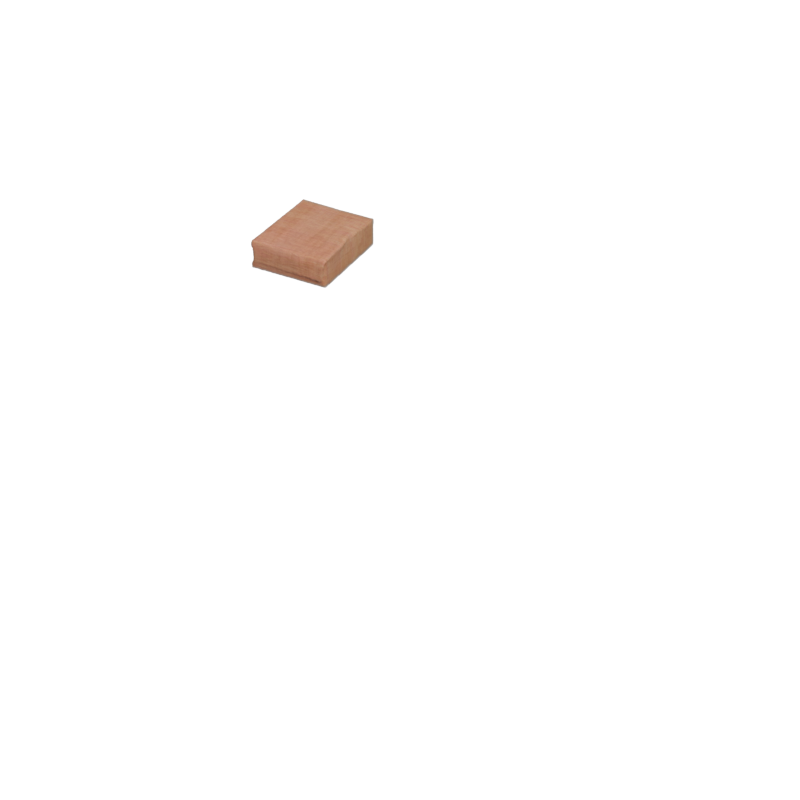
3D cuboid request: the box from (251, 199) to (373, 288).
[{"bbox_3d":[-0.075,-0.136,0.956,0.076,0.028,0.091,17,39,23],"label":"box"}]
